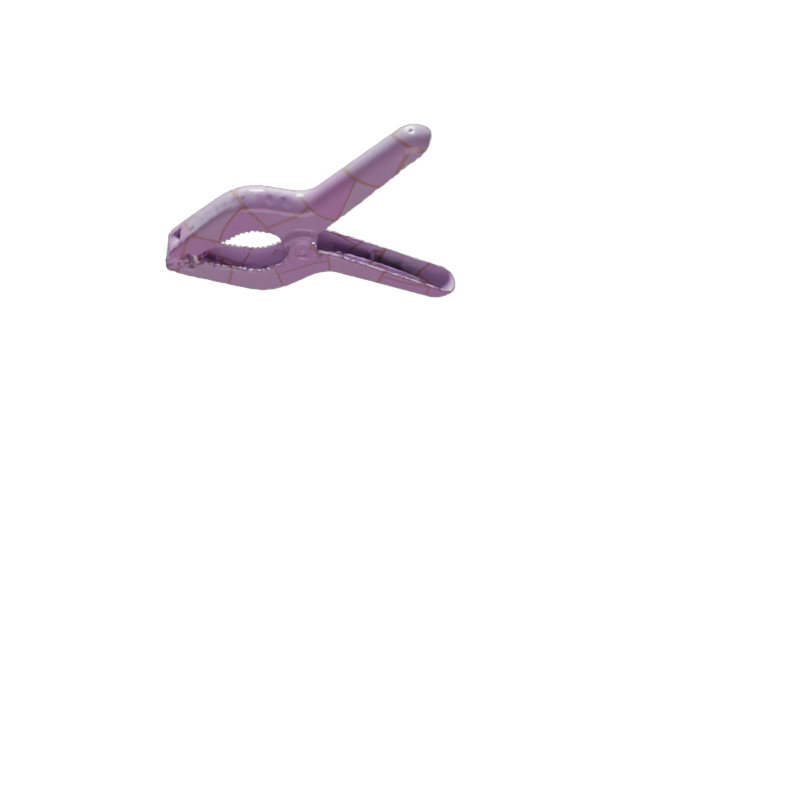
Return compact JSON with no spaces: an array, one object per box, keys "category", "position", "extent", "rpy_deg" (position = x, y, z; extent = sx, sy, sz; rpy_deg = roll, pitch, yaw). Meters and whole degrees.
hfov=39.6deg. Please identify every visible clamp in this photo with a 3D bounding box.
[{"category":"clamp","position":[-0.062,-0.114,0.798],"extent":[0.212,0.039,0.152],"rpy_deg":[-11,-40,13]}]
